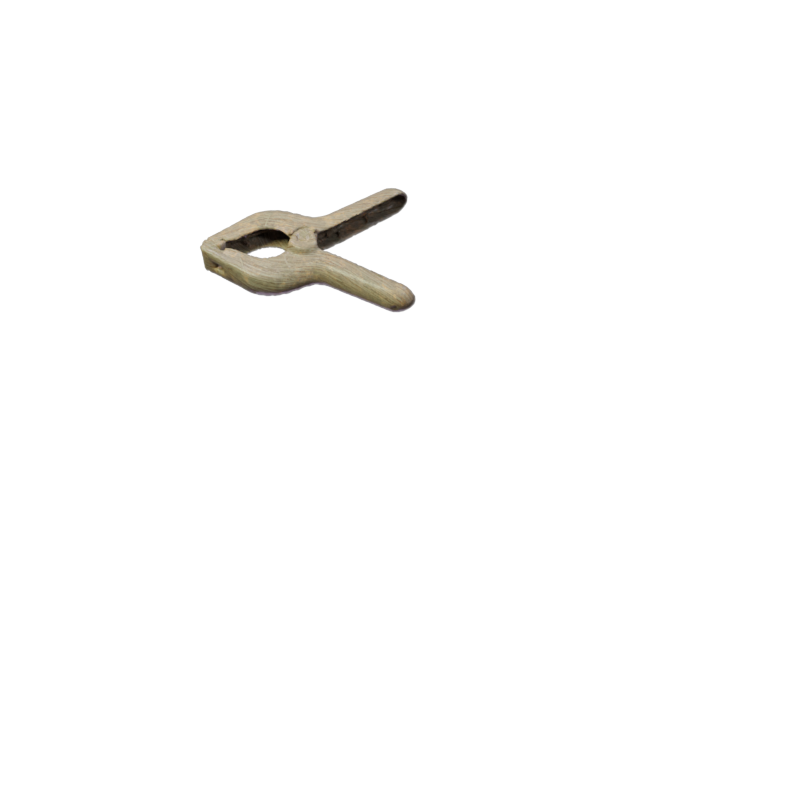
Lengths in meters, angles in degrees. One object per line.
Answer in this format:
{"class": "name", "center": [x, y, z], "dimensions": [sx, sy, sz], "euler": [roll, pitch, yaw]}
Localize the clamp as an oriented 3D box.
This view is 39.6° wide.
{"class": "clamp", "center": [-0.069, -0.126, 0.881], "dimensions": [0.173, 0.128, 0.036], "euler": [6, -43, 5]}
